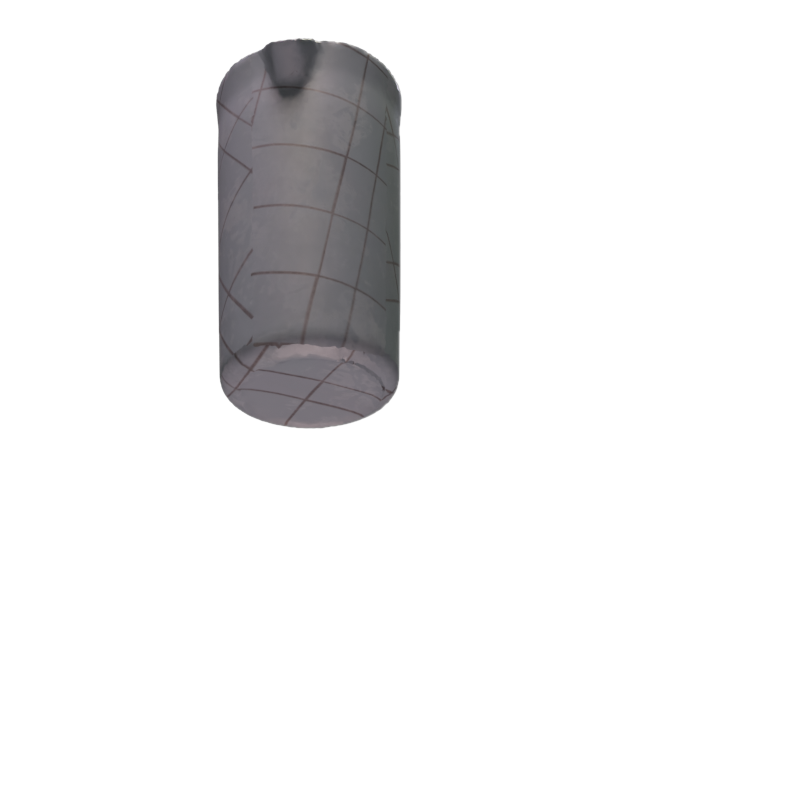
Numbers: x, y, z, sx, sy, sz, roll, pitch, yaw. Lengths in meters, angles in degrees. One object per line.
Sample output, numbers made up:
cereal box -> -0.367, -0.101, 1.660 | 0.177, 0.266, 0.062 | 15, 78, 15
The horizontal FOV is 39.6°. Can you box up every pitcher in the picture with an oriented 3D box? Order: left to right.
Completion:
pitcher -> -0.058, -0.105, 0.738 | 0.141, 0.260, 0.143 | 21, -40, -31
